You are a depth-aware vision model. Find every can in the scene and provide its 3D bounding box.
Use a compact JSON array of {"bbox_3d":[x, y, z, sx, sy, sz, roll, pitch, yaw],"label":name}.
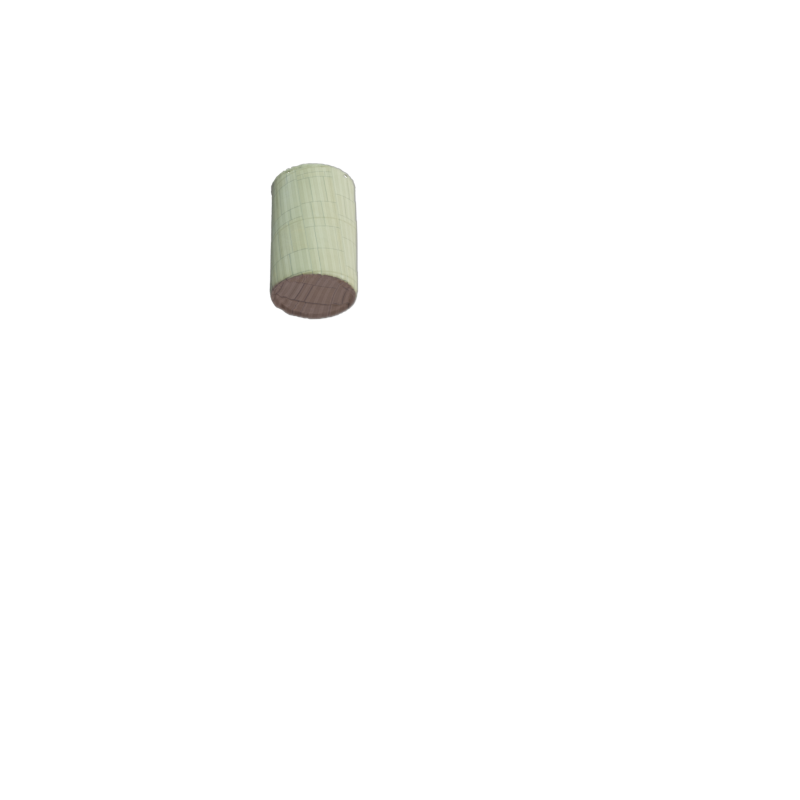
[{"bbox_3d":[-0.067,-0.122,0.857,0.068,0.109,0.064,-1,-31,-2],"label":"can"}]
